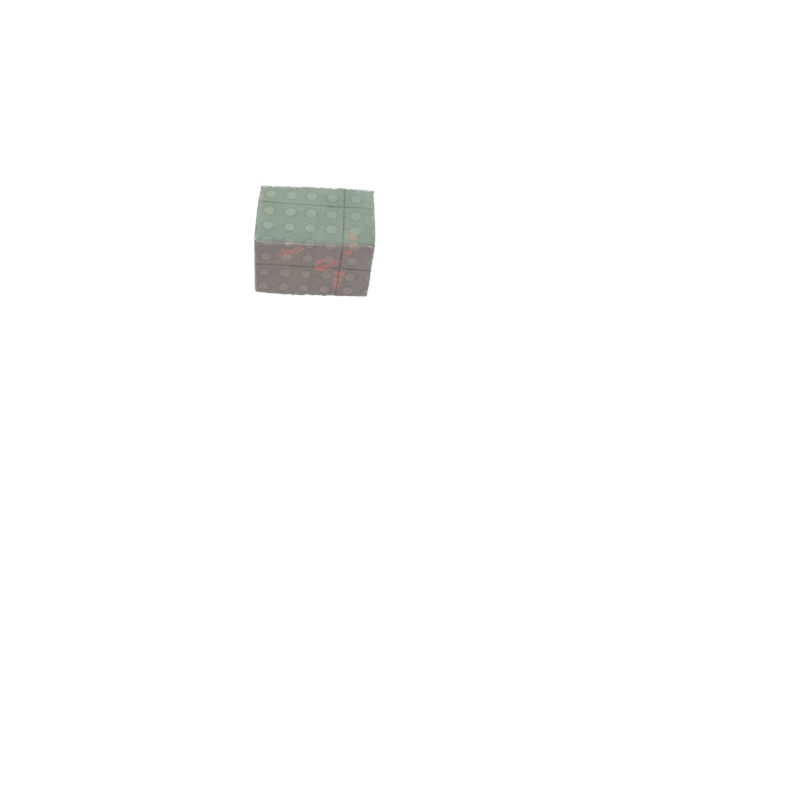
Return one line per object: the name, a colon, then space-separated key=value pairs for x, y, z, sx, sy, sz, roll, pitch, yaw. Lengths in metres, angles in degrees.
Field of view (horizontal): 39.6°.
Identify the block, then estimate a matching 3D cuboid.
block: x=-0.057 y=-0.105 z=0.734 sx=0.077 sy=0.055 sz=0.049 roll=2 pitch=-40 yaw=-4
